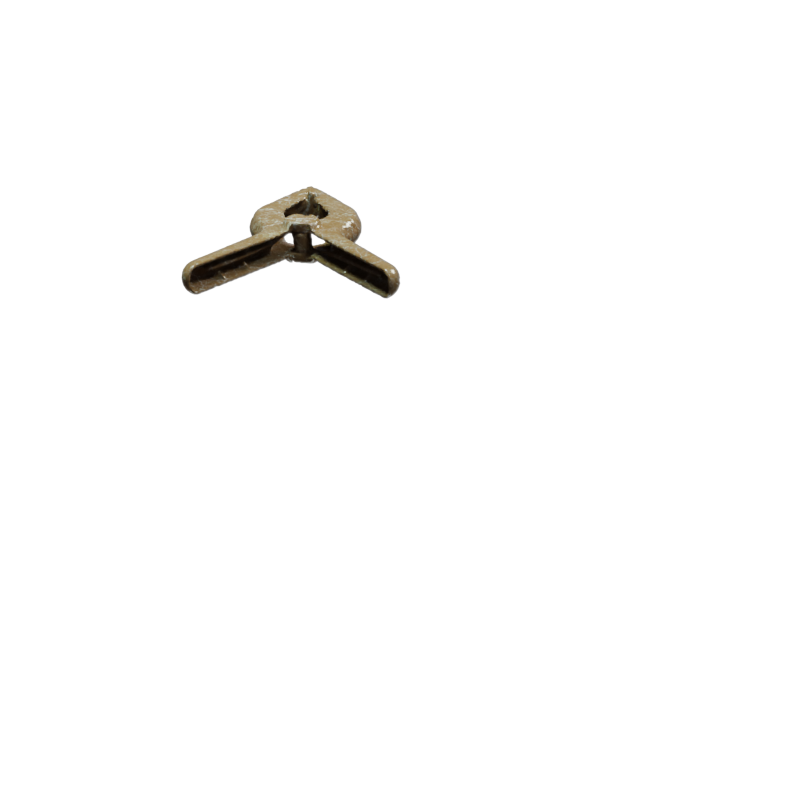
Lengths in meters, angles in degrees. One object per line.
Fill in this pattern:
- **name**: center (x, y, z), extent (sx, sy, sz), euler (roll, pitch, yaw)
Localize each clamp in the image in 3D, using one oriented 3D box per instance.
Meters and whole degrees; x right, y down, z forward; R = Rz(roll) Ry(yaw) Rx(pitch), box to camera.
- **clamp**: center (-0.071, -0.130, 0.913), extent (0.167, 0.034, 0.218), euler (4, 27, 9)
